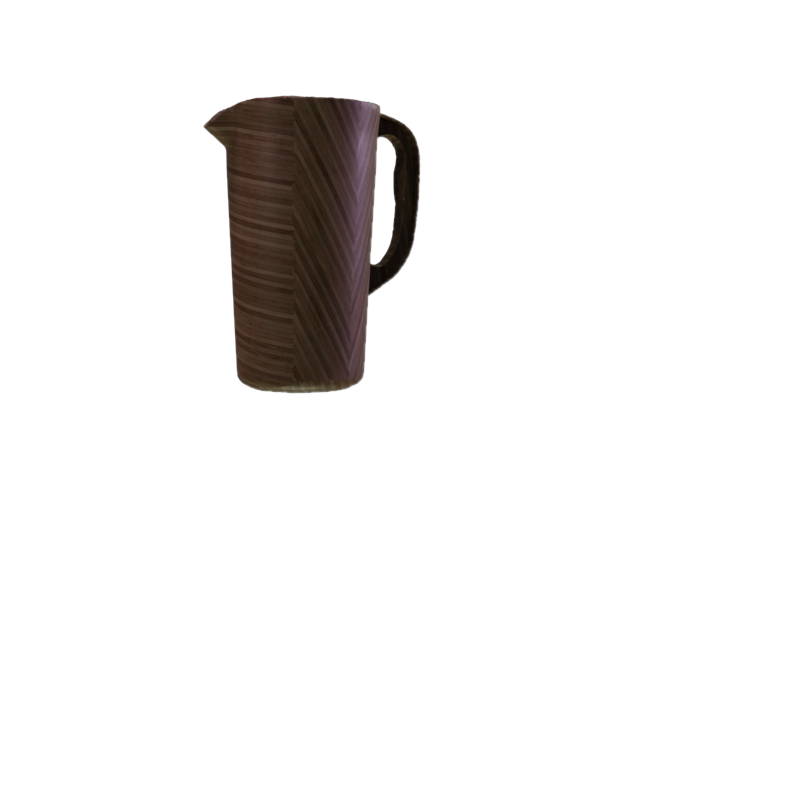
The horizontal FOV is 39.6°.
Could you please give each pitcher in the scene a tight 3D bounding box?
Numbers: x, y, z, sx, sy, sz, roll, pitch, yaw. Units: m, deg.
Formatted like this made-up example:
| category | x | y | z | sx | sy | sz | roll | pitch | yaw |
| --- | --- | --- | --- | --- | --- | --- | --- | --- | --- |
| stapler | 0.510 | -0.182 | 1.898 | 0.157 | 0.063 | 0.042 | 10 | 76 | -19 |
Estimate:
| category | x | y | z | sx | sy | sz | roll | pitch | yaw |
| --- | --- | --- | --- | --- | --- | --- | --- | --- | --- |
| pitcher | -0.073 | -0.134 | 0.938 | 0.154 | 0.242 | 0.141 | 1 | 3 | 23 |
